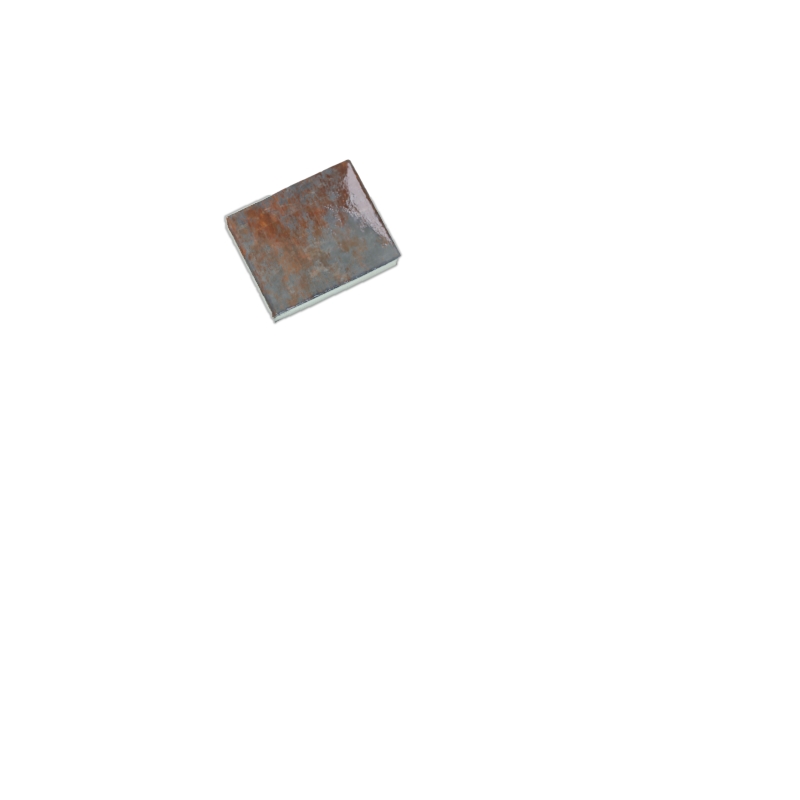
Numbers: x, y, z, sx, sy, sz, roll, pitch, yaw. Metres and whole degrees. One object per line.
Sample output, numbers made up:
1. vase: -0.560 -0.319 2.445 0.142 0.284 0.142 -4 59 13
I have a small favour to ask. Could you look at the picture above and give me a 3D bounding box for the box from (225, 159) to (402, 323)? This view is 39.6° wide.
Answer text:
1. box: -0.069 -0.125 0.875 0.113 0.093 0.038 -27 -12 -7
